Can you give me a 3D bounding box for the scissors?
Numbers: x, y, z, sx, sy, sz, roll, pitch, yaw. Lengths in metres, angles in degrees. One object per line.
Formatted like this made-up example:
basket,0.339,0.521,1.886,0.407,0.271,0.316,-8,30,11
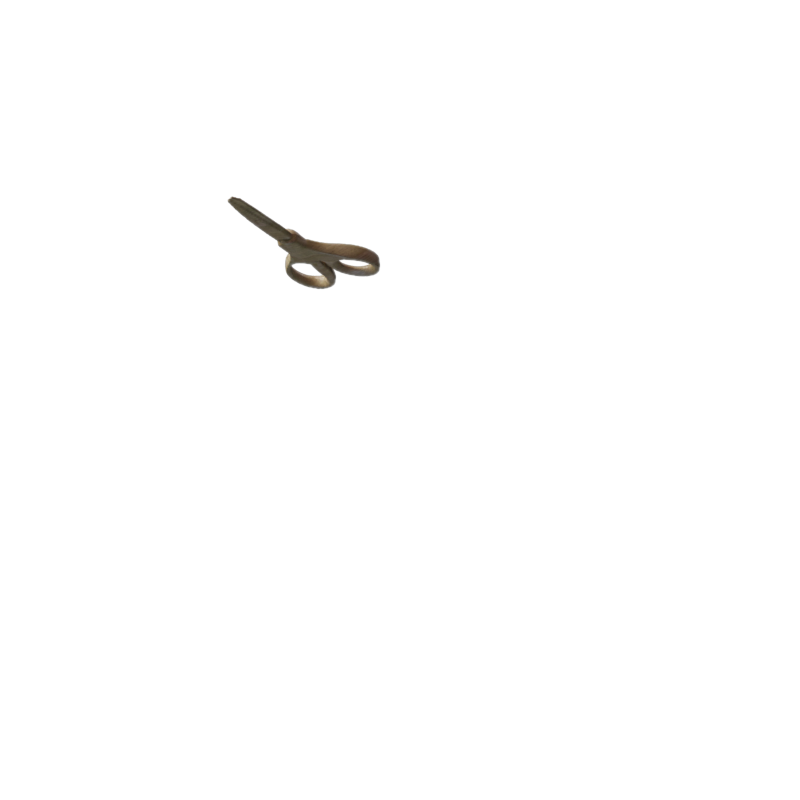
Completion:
scissors,-0.075,-0.137,0.956,0.097,0.016,0.191,-2,-15,9
